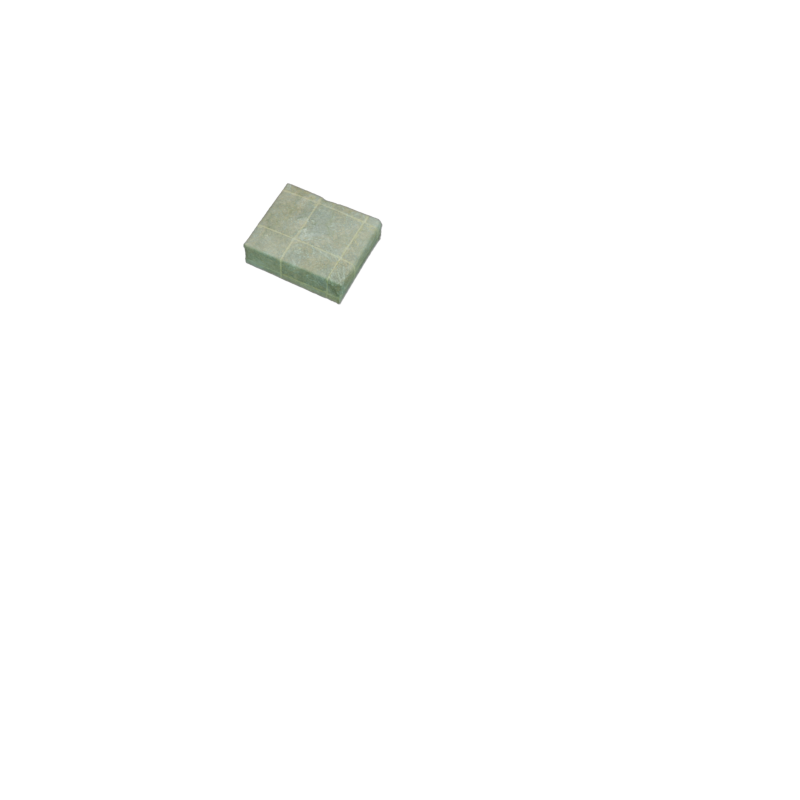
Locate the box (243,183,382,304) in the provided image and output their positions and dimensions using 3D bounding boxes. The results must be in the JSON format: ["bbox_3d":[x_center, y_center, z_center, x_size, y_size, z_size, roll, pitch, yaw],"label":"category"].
[{"bbox_3d":[-0.070,-0.127,0.891,0.092,0.076,0.028,23,-31,15],"label":"box"}]
